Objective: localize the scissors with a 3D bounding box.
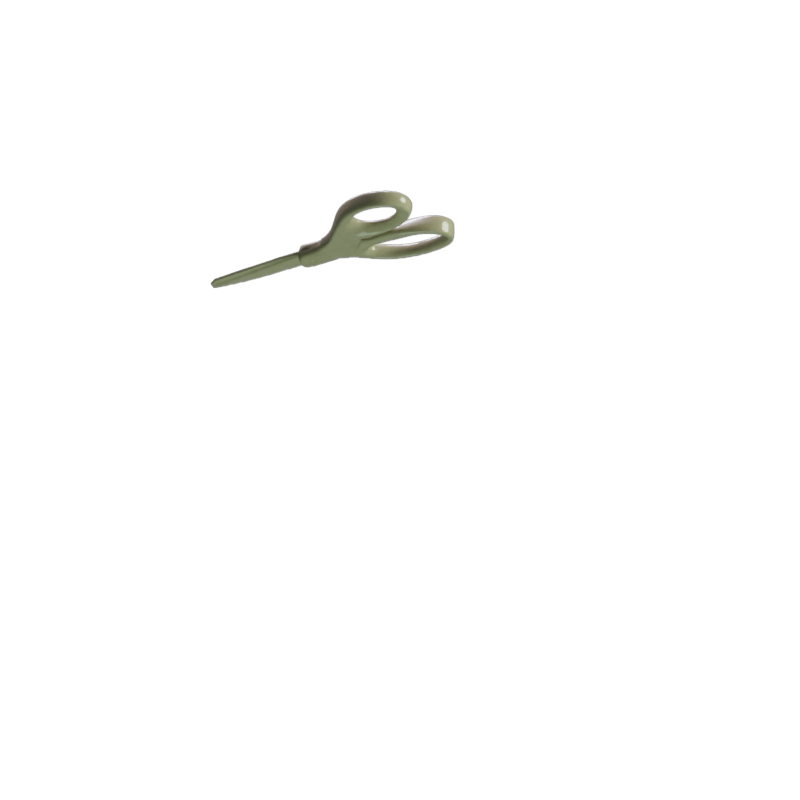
[{"bbox_3d":[-0.063,-0.115,0.804,0.205,0.017,0.090,-6,-21,17],"label":"scissors"}]
